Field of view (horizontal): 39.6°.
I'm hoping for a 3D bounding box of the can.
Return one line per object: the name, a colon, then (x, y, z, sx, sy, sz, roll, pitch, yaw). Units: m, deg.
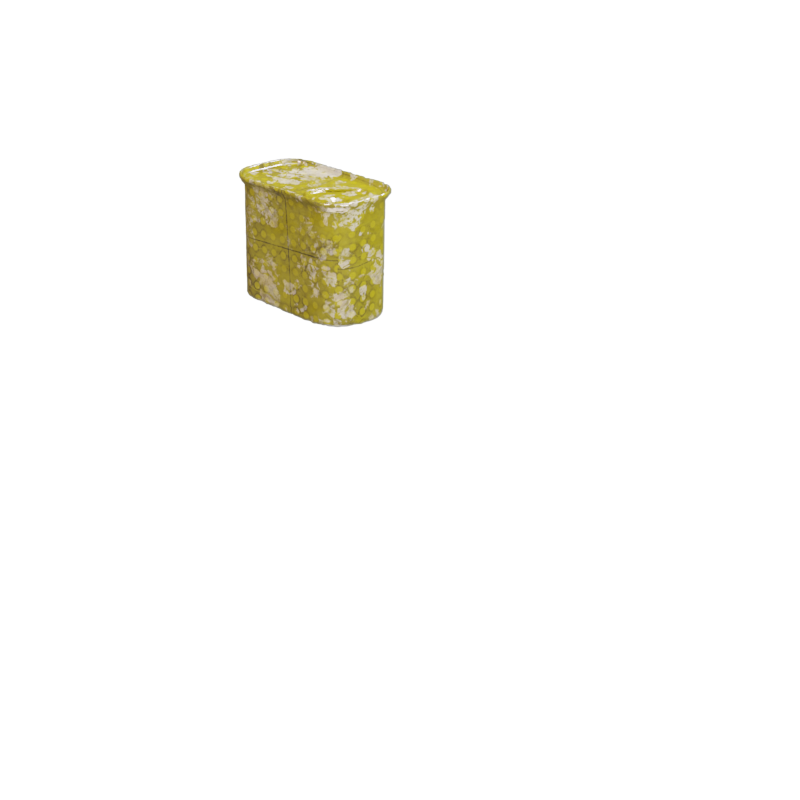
can: (-0.055, -0.101, 0.708, 0.057, 0.080, 0.108, -20, 32, -41)
